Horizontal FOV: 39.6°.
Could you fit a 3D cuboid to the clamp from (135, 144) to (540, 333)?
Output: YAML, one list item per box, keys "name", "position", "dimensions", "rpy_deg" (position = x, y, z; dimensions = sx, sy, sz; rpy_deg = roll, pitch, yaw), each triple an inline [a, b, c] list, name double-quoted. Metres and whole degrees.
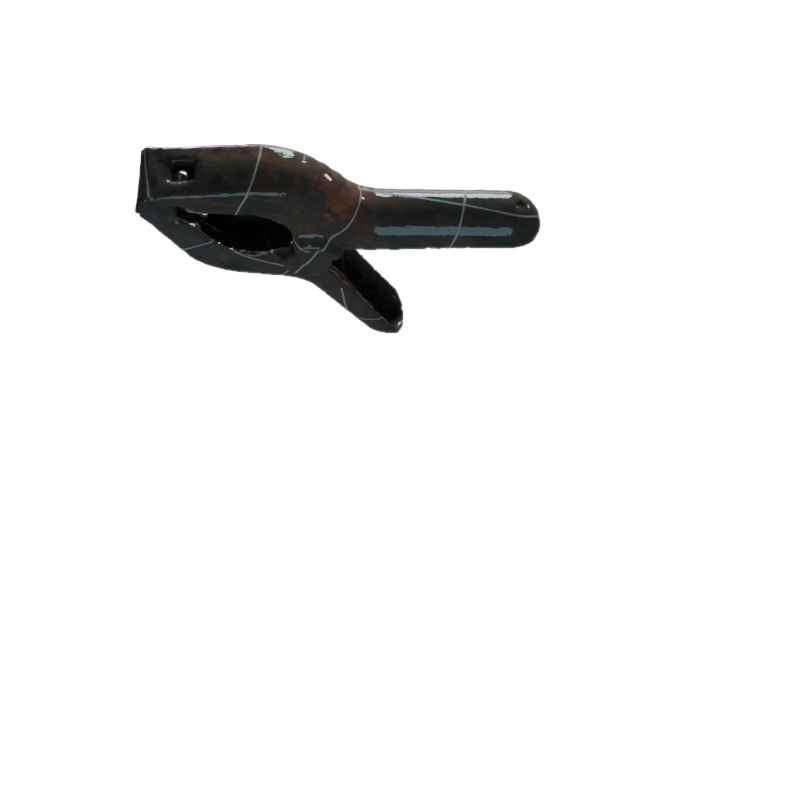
- name: "clamp"
  position: [-0.039, -0.071, 0.496]
  dimensions: [0.166, 0.042, 0.116]
  rpy_deg: [12, -33, -19]
